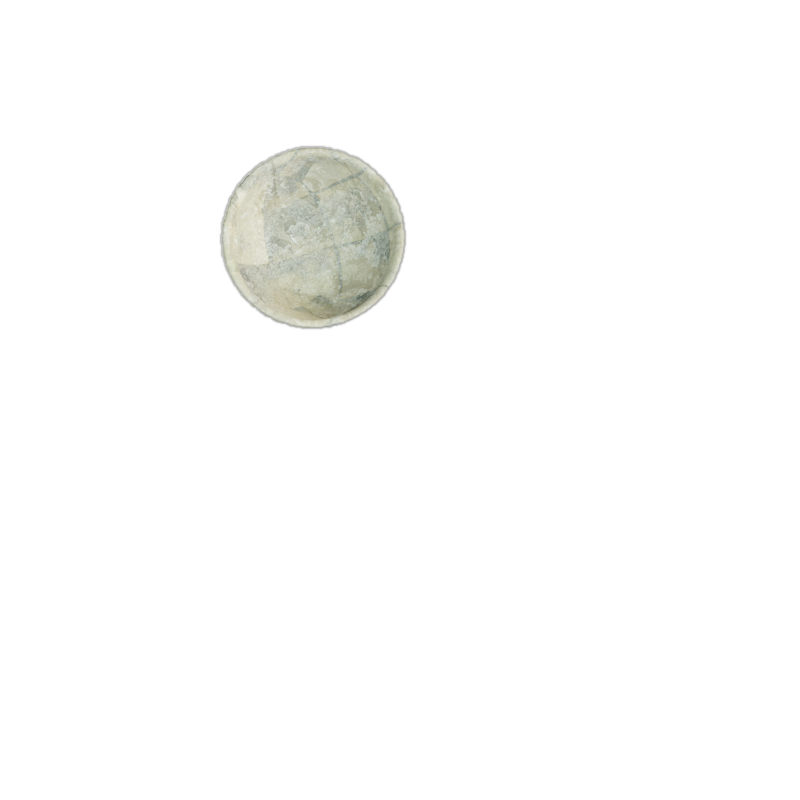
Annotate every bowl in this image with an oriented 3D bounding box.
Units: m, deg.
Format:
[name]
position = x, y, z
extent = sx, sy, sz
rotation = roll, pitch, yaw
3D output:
[bowl]
position = -0.078, -0.142, 0.996
extent = 0.162, 0.166, 0.054
rotation = 0, -9, -1
